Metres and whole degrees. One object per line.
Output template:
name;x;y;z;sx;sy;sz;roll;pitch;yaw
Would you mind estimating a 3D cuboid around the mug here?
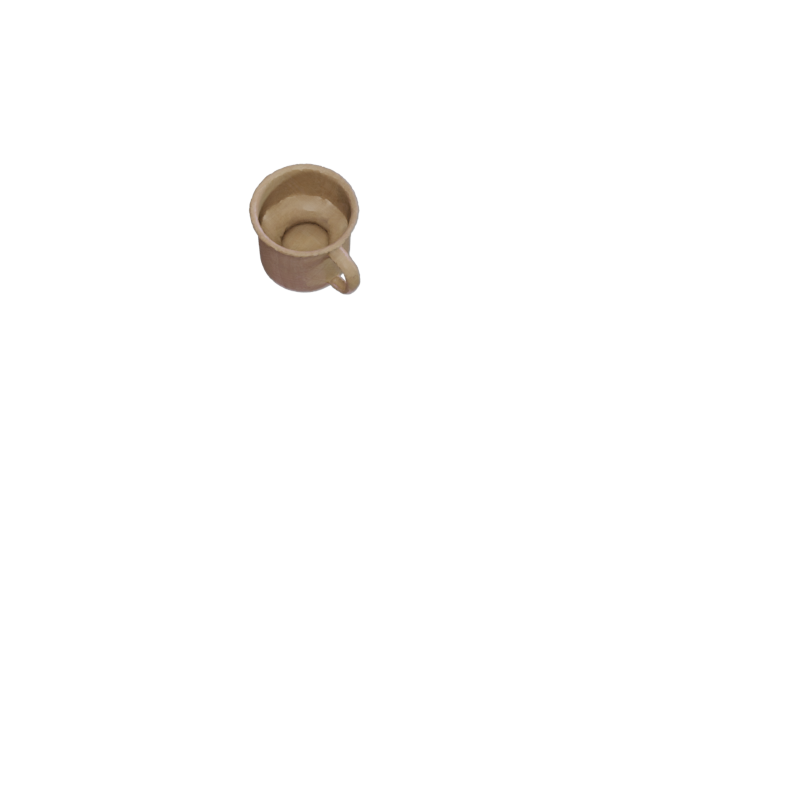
mug;-0.076;-0.138;0.968;0.094;0.123;0.077;-38;-20;-19
